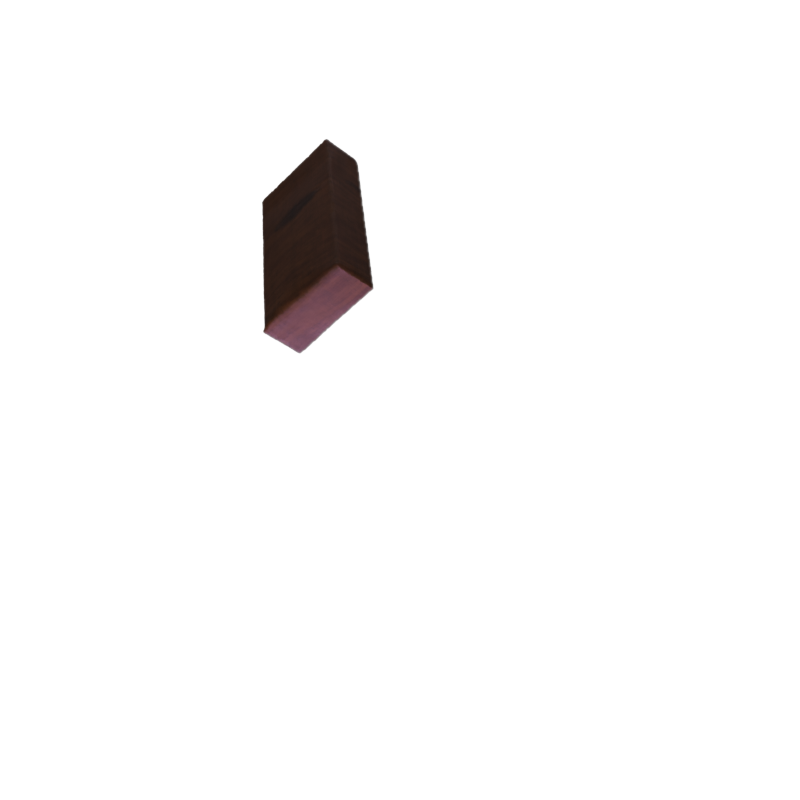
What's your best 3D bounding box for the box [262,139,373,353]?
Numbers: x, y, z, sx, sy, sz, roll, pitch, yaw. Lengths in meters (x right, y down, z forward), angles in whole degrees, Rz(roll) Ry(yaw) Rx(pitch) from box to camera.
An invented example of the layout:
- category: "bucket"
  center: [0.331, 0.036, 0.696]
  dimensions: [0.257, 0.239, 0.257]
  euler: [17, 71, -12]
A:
- category: "box"
  center: [-0.072, -0.133, 0.930]
  dimensions: [0.045, 0.189, 0.092]
  euler: [34, -58, -29]
